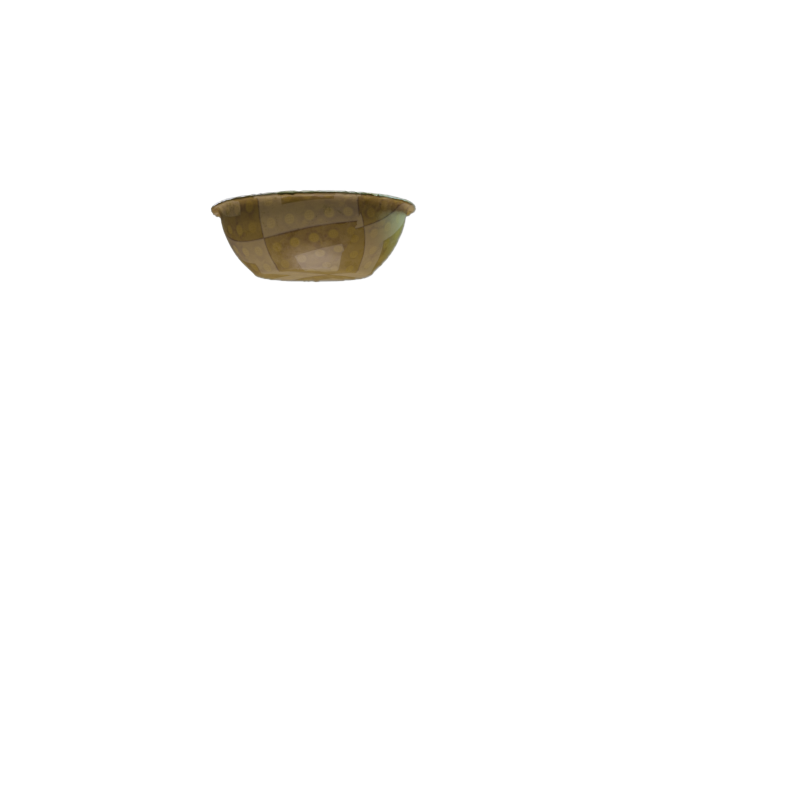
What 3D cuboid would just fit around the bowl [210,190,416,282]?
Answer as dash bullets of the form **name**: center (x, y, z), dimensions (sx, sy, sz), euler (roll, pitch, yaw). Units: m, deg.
- **bowl**: center (-0.068, -0.124, 0.870), dimensions (0.162, 0.056, 0.161), euler (0, 0, -2)
